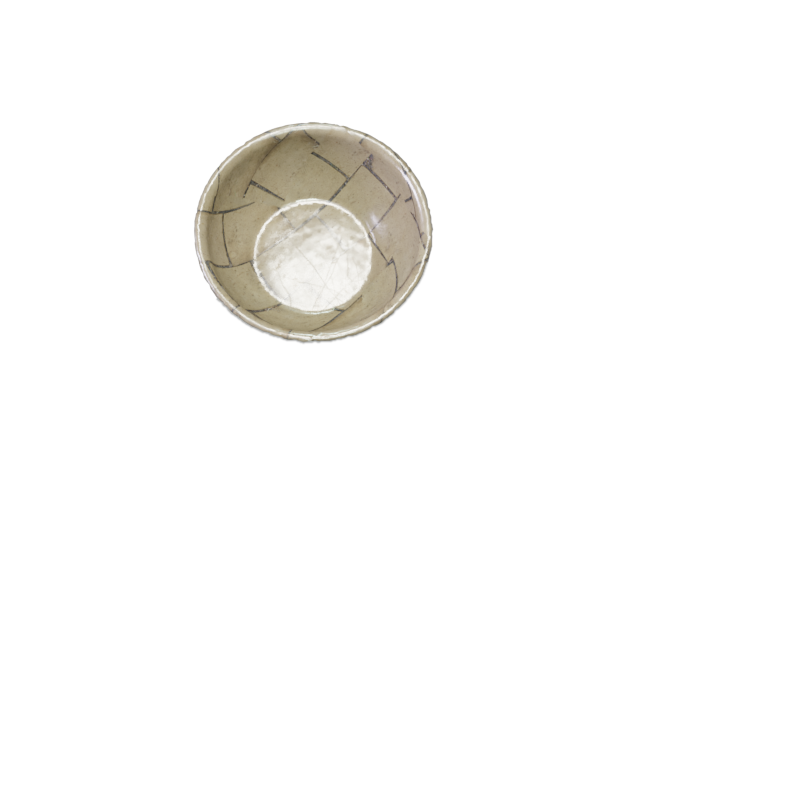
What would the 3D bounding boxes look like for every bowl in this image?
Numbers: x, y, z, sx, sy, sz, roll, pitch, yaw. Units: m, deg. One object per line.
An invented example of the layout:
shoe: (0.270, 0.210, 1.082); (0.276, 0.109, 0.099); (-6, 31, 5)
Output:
bowl: (-0.060, -0.110, 0.772); (0.162, 0.170, 0.052); (-1, -21, -1)
